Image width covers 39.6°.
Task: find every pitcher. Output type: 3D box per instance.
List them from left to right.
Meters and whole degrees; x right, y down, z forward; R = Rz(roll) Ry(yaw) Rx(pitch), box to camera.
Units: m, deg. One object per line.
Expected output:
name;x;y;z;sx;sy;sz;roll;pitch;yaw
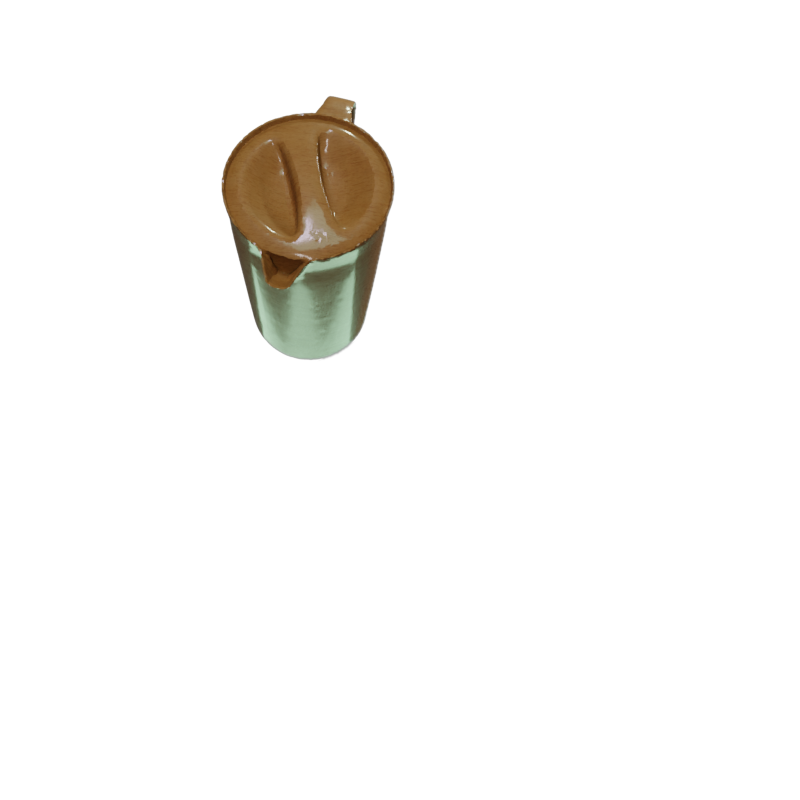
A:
pitcher;-0.075;-0.137;0.957;0.149;0.153;0.230;-28;-18;-14
